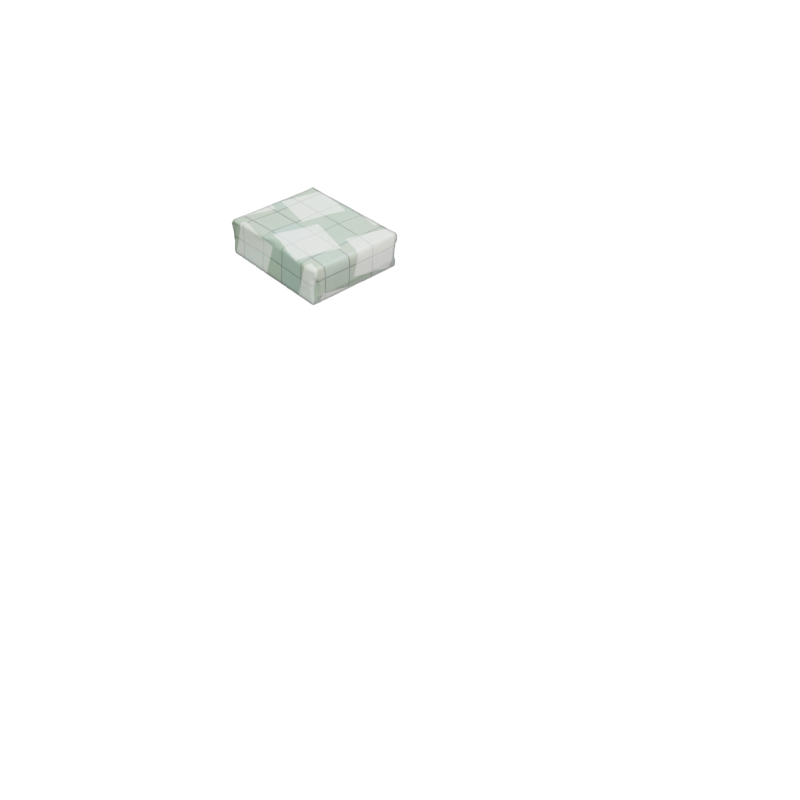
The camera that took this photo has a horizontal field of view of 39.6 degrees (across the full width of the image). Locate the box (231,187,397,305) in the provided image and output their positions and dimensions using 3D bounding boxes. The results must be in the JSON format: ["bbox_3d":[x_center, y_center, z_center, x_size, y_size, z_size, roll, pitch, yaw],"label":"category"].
[{"bbox_3d":[-0.059,-0.107,0.749,0.073,0.028,0.096,-27,45,-32],"label":"box"}]
